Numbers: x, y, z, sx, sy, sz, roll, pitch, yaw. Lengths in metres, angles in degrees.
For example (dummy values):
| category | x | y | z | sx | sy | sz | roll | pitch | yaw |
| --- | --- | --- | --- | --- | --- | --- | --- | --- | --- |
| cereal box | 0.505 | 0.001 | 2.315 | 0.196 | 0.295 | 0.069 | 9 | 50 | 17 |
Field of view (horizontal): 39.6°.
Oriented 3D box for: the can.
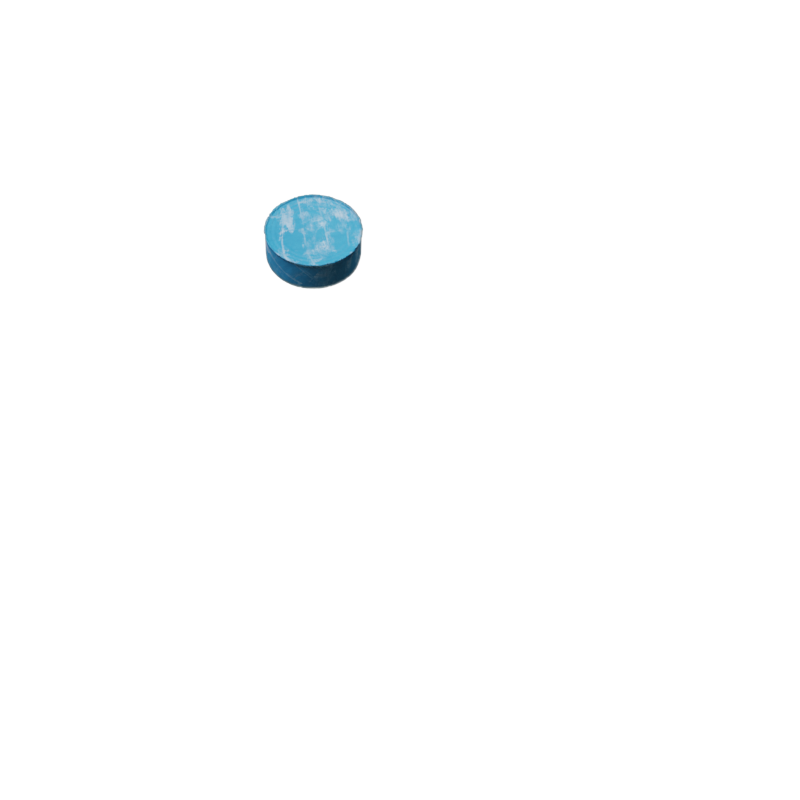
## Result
| category | x | y | z | sx | sy | sz | roll | pitch | yaw |
| --- | --- | --- | --- | --- | --- | --- | --- | --- | --- |
| can | -0.076 | -0.139 | 0.971 | 0.086 | 0.092 | 0.031 | -1 | -40 | -1 |
